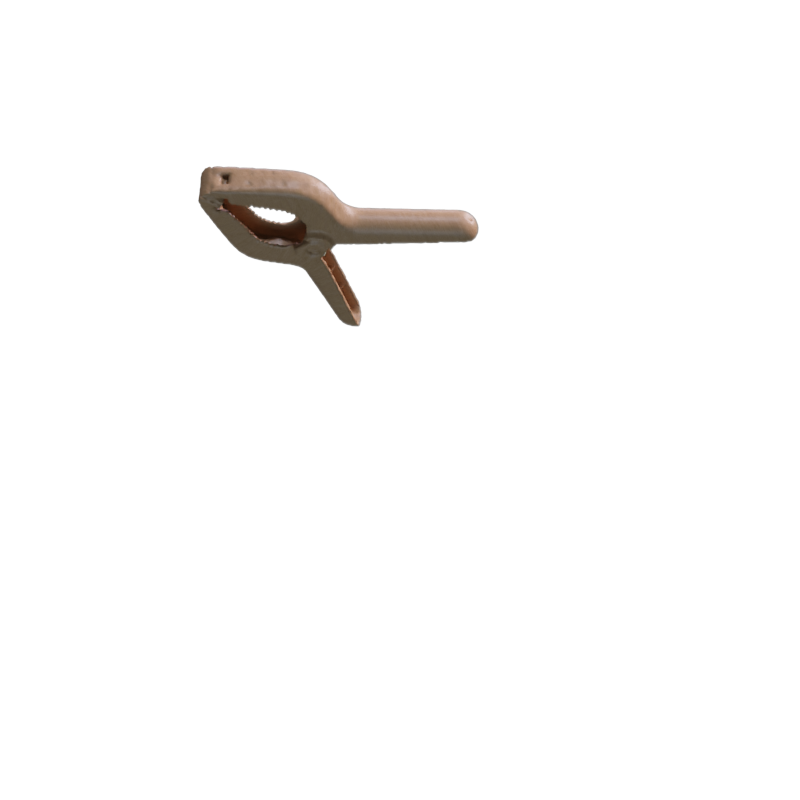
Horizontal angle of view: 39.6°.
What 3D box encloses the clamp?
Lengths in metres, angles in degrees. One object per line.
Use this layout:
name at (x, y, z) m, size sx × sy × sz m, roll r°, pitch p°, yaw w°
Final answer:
clamp at (-0.068, -0.124, 0.871) m, size 0.201 × 0.039 × 0.160 m, roll 17°, pitch -37°, yaw -24°
